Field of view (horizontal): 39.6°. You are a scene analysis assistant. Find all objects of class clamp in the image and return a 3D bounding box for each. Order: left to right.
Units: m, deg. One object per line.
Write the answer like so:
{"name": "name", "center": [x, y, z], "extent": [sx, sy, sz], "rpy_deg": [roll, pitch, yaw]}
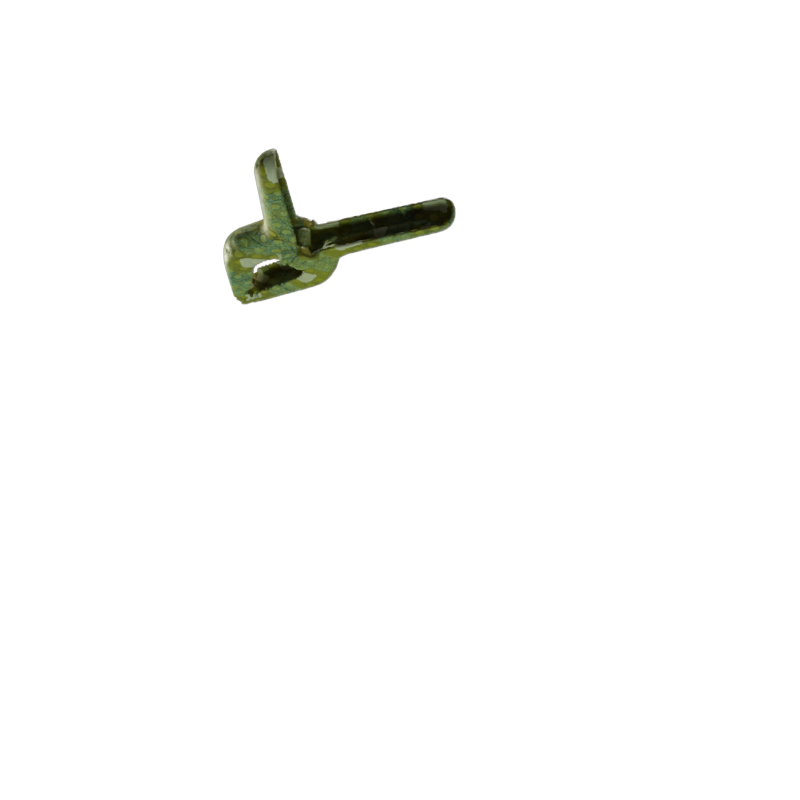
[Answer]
{"name": "clamp", "center": [-0.068, -0.124, 0.869], "extent": [0.159, 0.038, 0.206], "rpy_deg": [10, -23, -24]}
